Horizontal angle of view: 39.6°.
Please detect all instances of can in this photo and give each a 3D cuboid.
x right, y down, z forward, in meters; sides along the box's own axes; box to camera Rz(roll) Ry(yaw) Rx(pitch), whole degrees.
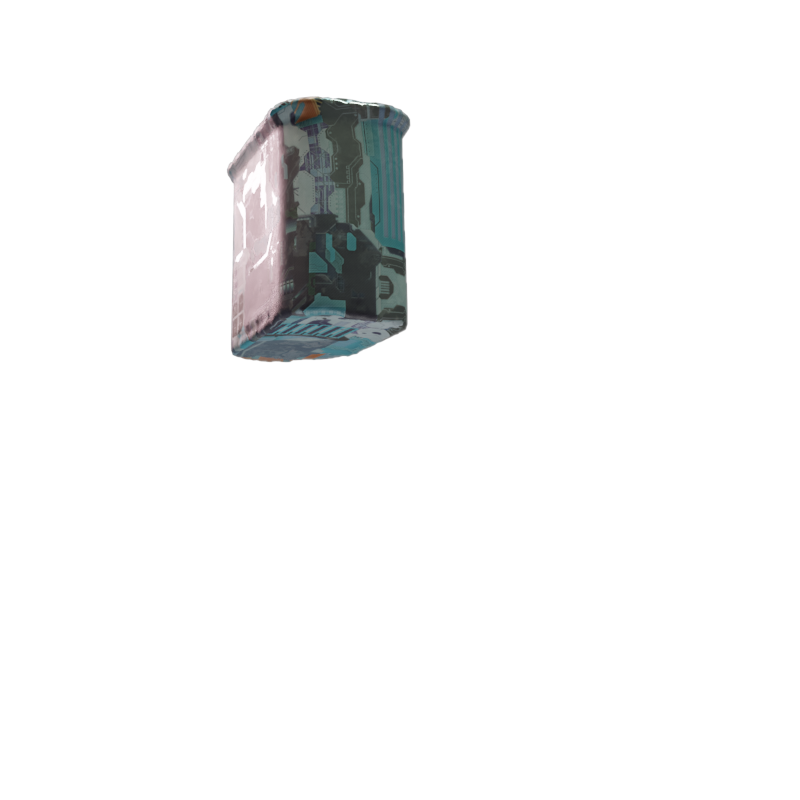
[{"bbox_3d":[-0.035,-0.064,0.450,0.056,0.087,0.102,5,-13,-21],"label":"can"}]
